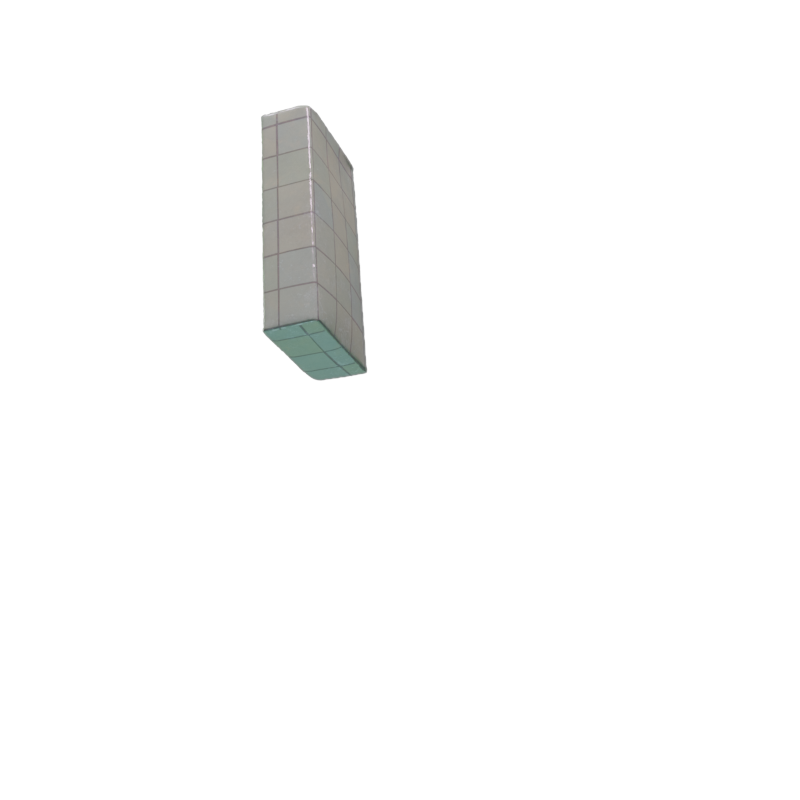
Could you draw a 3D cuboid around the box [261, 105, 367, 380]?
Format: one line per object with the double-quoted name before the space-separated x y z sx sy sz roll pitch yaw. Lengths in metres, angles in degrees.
"box" -0.061 -0.112 0.781 0.049 0.187 0.087 -12 -29 17
